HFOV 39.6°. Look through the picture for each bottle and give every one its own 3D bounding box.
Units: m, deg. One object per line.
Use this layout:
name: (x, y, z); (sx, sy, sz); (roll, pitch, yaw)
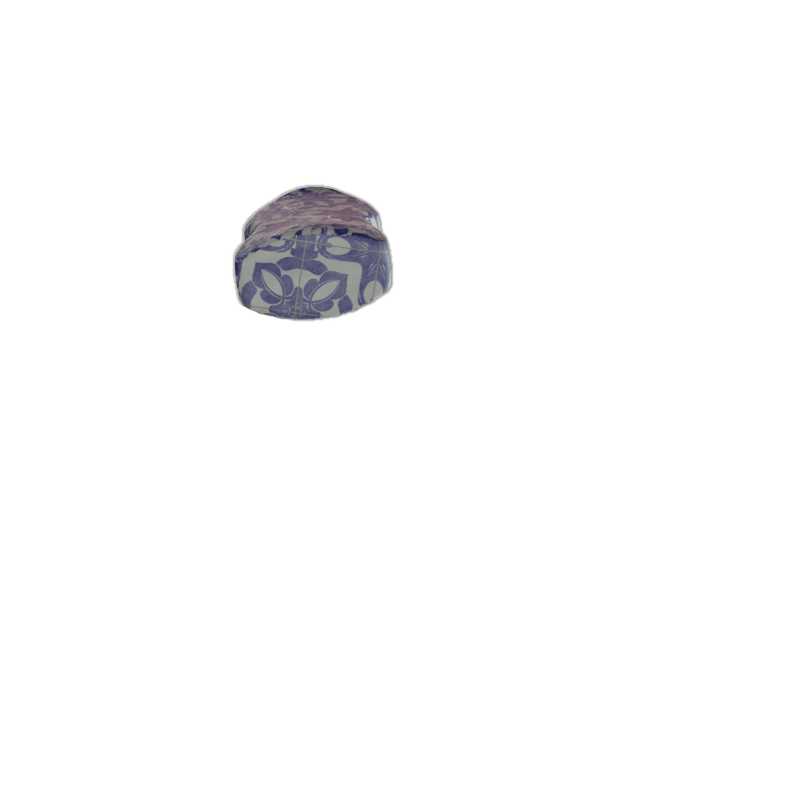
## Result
bottle: (-0.059, -0.108, 0.756); (0.096, 0.056, 0.199); (-8, 20, -1)
